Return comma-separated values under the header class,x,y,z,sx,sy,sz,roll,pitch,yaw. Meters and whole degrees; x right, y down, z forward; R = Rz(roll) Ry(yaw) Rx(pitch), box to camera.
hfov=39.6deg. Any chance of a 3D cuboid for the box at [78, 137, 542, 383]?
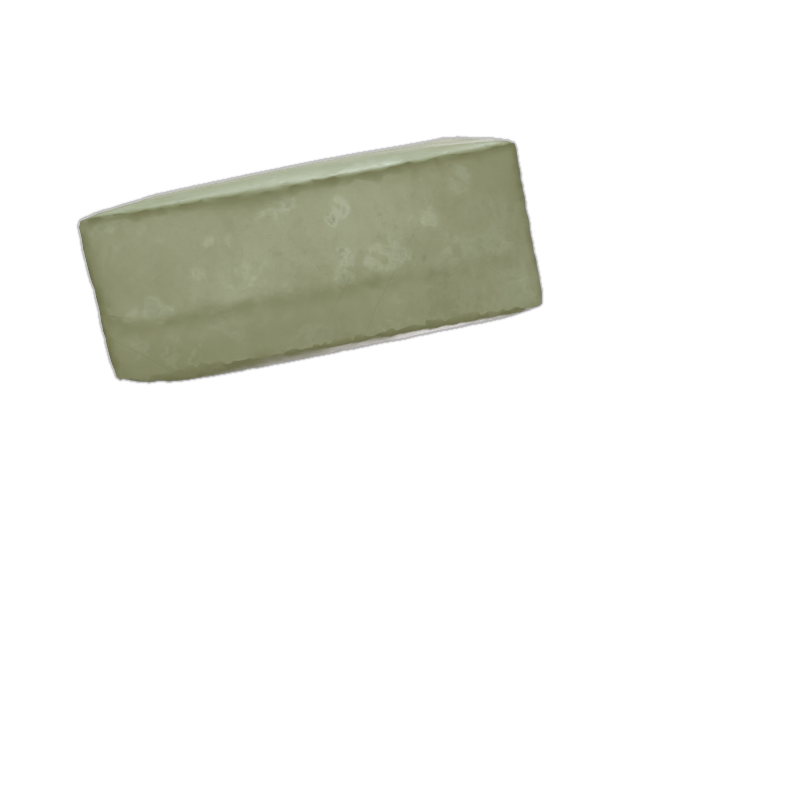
class,x,y,z,sx,sy,sz,roll,pitch,yaw
box,-0.040,-0.072,0.507,0.164,0.070,0.219,-11,12,-1
